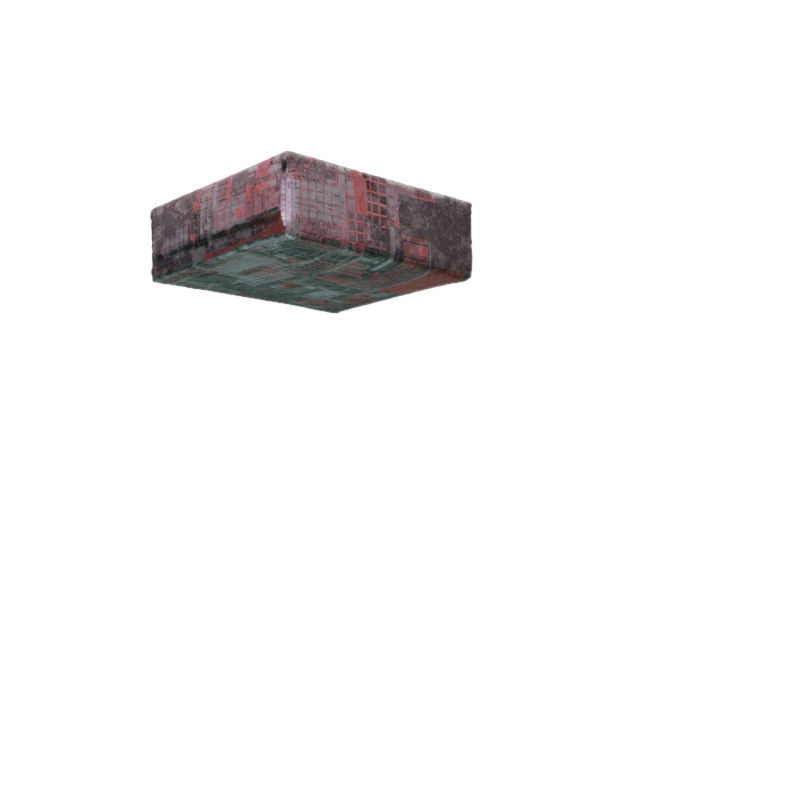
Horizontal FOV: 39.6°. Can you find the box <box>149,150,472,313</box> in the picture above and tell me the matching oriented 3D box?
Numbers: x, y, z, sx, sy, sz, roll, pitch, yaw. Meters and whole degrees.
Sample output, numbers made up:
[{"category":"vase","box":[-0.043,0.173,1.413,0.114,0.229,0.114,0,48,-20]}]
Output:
[{"category":"box","box":[-0.037,-0.068,0.478,0.108,0.040,0.092,9,-14,-44]}]
